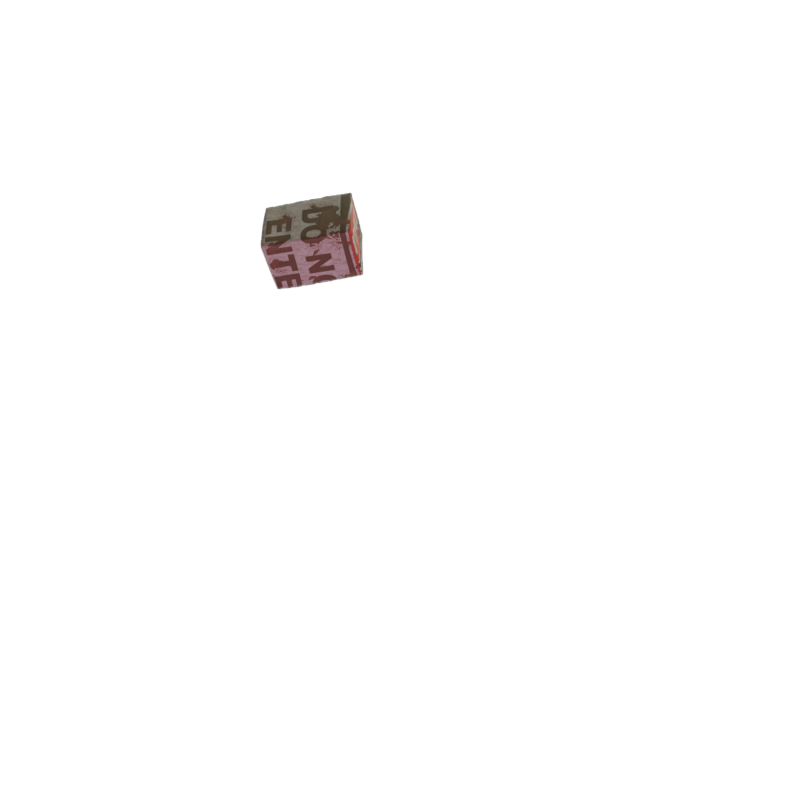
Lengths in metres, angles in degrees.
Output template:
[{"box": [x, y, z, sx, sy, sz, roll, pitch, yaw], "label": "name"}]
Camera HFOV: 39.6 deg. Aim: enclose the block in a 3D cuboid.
[{"box": [-0.073, -0.134, 0.939, 0.078, 0.055, 0.049, -9, -45, 7], "label": "block"}]
